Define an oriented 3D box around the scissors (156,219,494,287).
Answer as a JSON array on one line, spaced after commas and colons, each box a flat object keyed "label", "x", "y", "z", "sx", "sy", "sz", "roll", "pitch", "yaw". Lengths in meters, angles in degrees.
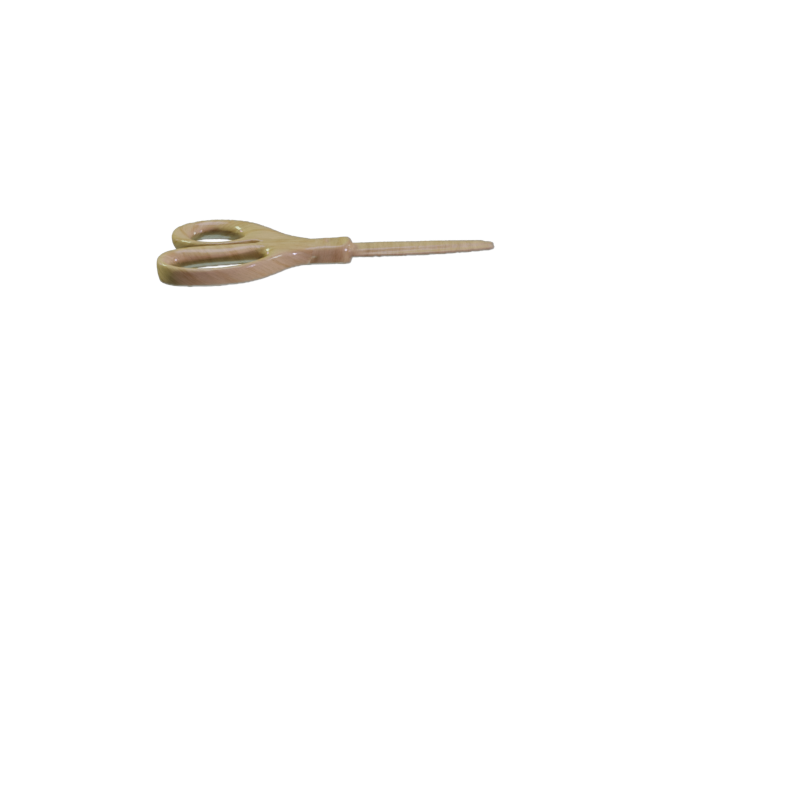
[{"label": "scissors", "x": -0.054, "y": -0.098, "z": 0.684, "sx": 0.198, "sy": 0.015, "sz": 0.103, "roll": -10, "pitch": 29, "yaw": -20}]
